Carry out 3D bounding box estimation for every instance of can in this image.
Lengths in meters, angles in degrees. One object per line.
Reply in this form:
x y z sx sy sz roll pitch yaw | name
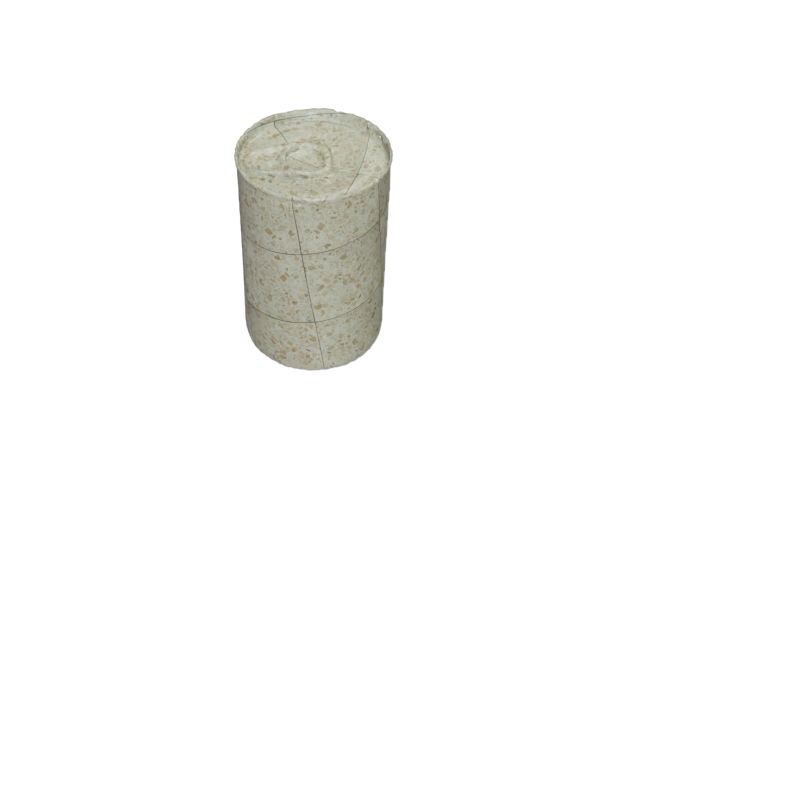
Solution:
-0.040 -0.072 0.506 0.068 0.095 0.074 0 43 -3 | can
